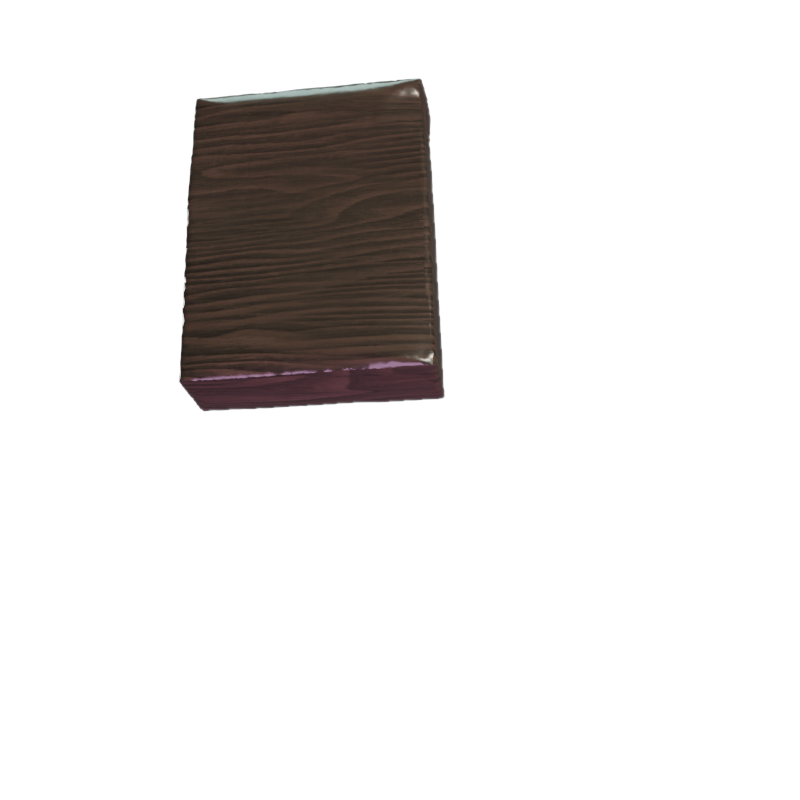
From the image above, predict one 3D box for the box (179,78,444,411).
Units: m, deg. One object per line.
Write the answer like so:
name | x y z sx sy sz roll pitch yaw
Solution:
box | -0.058 -0.107 0.747 0.165 0.226 0.067 -4 -24 7
